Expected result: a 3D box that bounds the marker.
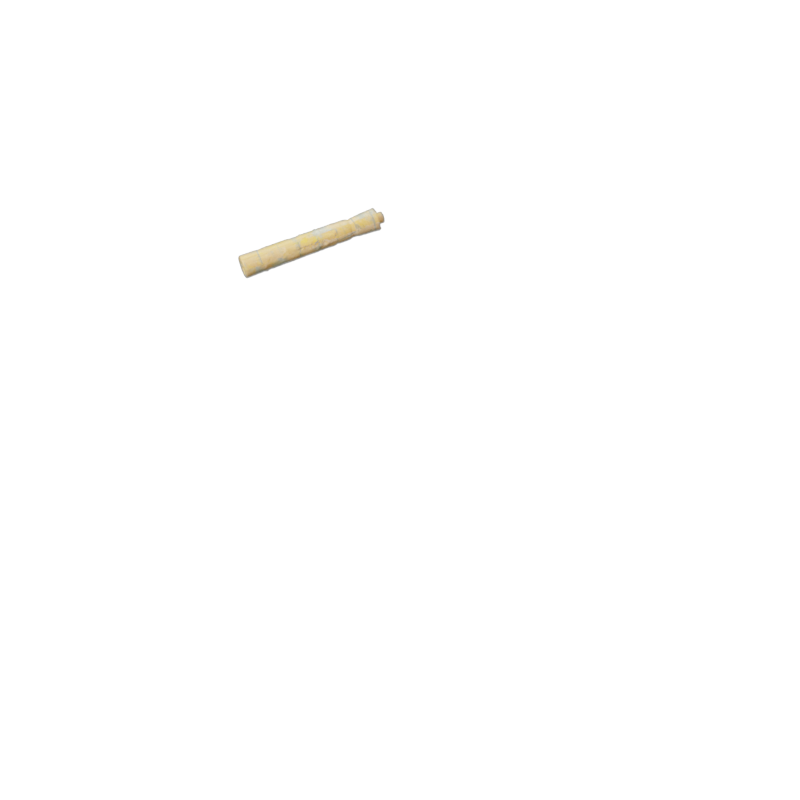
[{"bbox_3d":[-0.069,-0.126,0.880,0.120,0.019,0.020,-21,9,-11],"label":"marker"}]
